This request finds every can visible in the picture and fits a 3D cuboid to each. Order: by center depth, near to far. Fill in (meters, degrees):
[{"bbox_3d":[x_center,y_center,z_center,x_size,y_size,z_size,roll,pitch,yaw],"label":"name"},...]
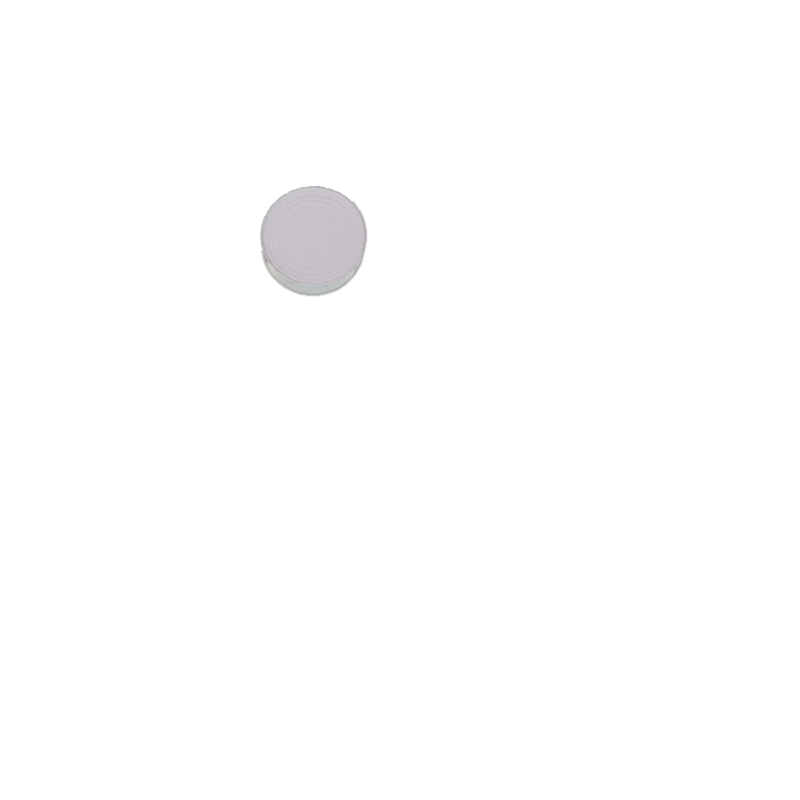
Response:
[{"bbox_3d":[-0.071,-0.130,0.908,0.086,0.090,0.032,-1,-18,-1],"label":"can"}]
